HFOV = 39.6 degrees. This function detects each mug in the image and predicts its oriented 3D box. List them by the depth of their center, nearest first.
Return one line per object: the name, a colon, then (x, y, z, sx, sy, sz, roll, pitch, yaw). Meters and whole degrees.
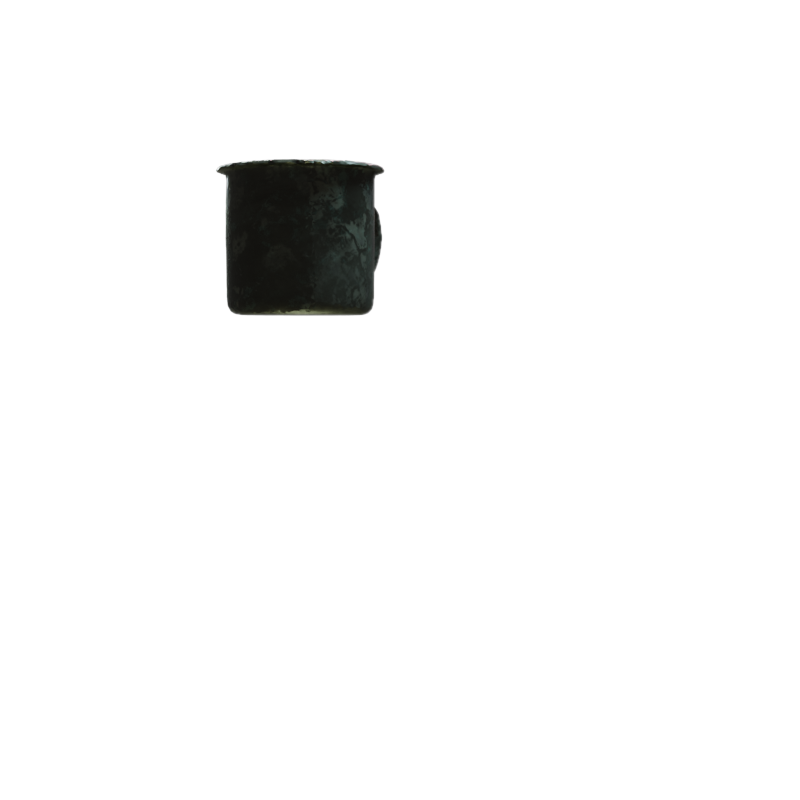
mug: (-0.049, -0.089, 0.624, 0.097, 0.082, 0.113, 2, 4, 34)
